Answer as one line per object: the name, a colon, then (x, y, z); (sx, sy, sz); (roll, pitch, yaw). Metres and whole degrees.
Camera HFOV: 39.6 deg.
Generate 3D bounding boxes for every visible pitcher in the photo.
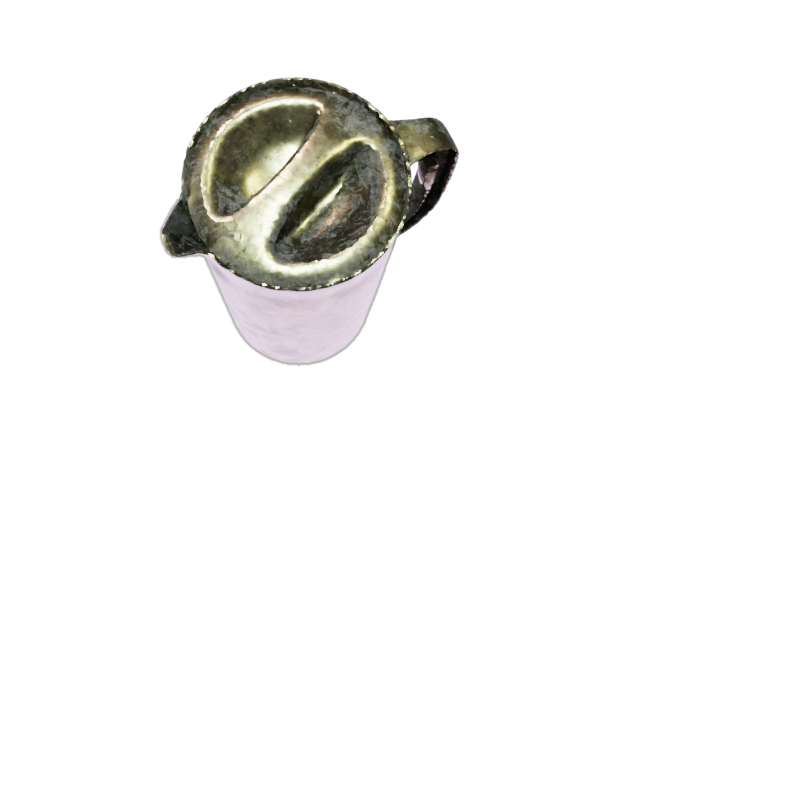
pitcher: (-0.058, -0.106, 0.743); (0.150, 0.149, 0.234); (19, -14, 2)
